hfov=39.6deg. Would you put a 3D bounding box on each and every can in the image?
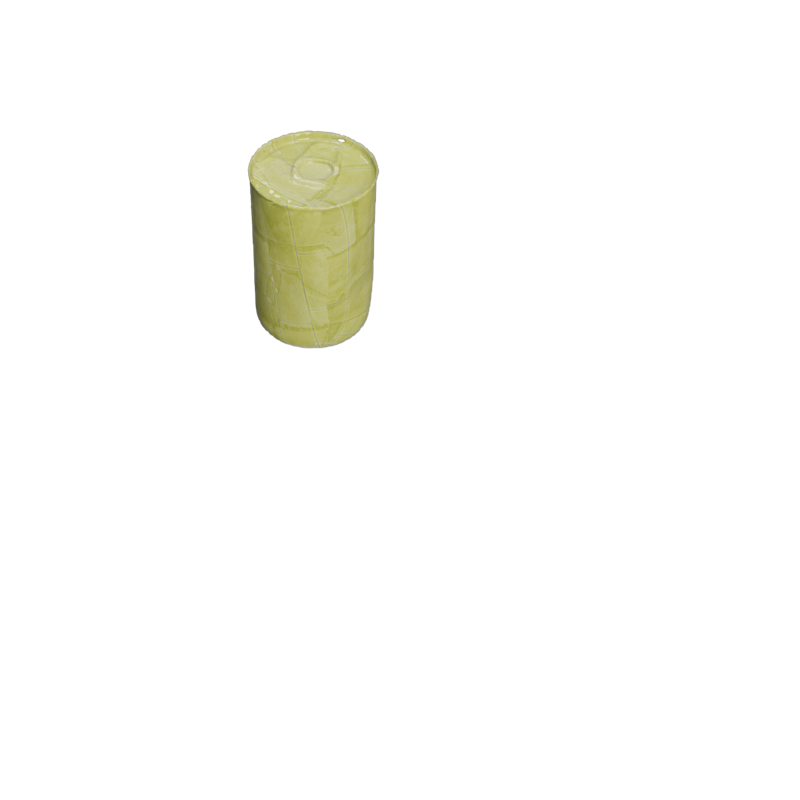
[{"bbox_3d":[-0.048,-0.087,0.607,0.068,0.095,0.074,0,45,-3],"label":"can"}]
